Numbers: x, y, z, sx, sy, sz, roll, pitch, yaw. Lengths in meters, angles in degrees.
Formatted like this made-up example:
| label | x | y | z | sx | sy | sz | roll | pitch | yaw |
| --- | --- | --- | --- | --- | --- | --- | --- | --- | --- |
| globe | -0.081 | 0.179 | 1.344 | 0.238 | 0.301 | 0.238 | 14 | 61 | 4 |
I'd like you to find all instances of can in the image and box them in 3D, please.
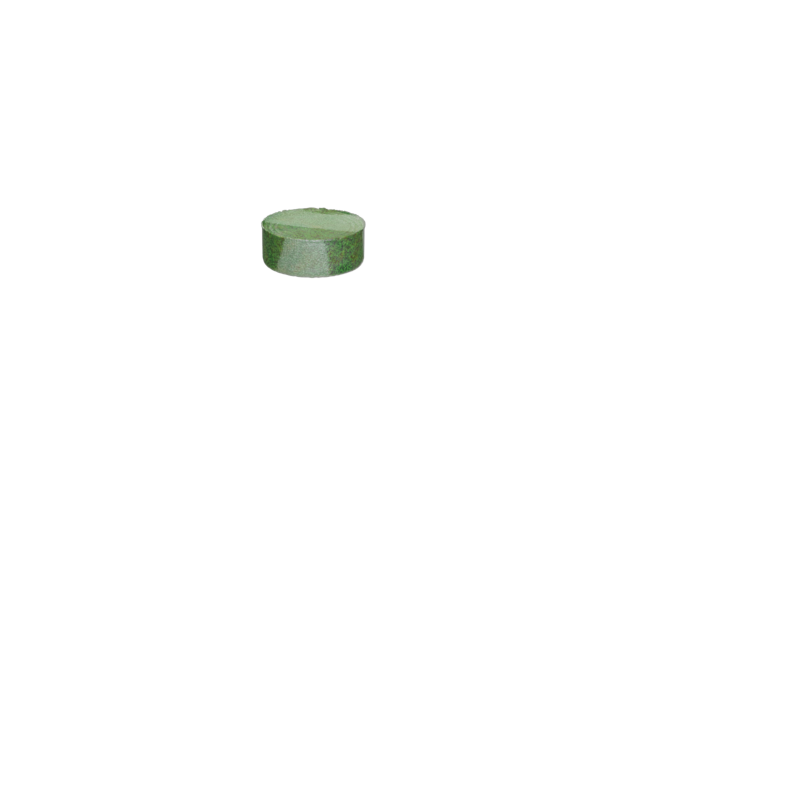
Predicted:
| label | x | y | z | sx | sy | sz | roll | pitch | yaw |
| --- | --- | --- | --- | --- | --- | --- | --- | --- | --- |
| can | -0.071 | -0.130 | 0.912 | 0.086 | 0.032 | 0.090 | -1 | 25 | -2 |
